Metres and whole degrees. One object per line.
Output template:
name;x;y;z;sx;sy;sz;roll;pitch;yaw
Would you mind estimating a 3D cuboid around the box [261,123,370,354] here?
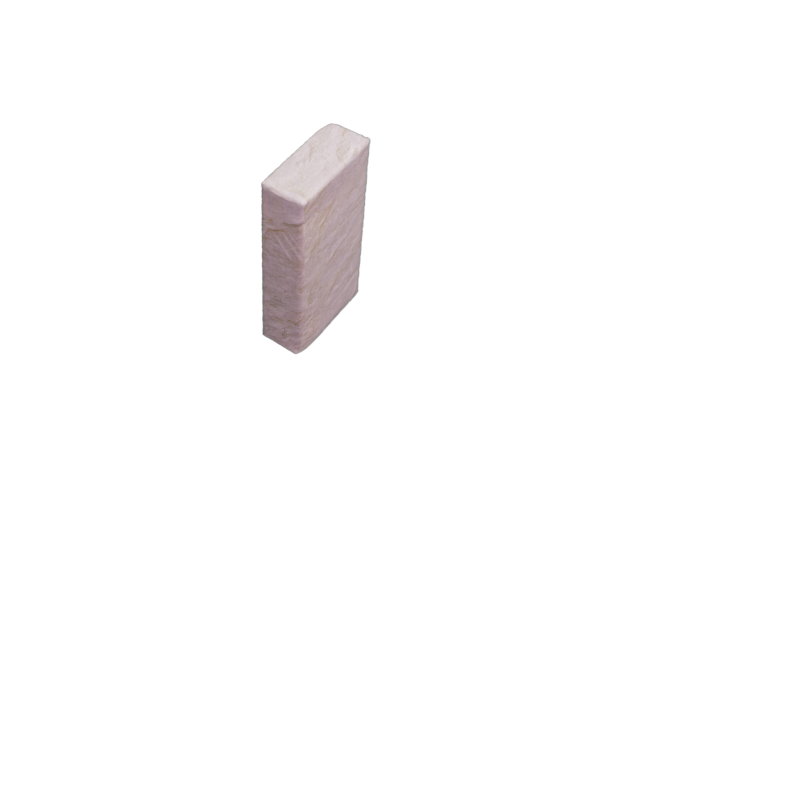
box;-0.069;-0.127;0.884;0.050;0.164;0.096;26;52;19
